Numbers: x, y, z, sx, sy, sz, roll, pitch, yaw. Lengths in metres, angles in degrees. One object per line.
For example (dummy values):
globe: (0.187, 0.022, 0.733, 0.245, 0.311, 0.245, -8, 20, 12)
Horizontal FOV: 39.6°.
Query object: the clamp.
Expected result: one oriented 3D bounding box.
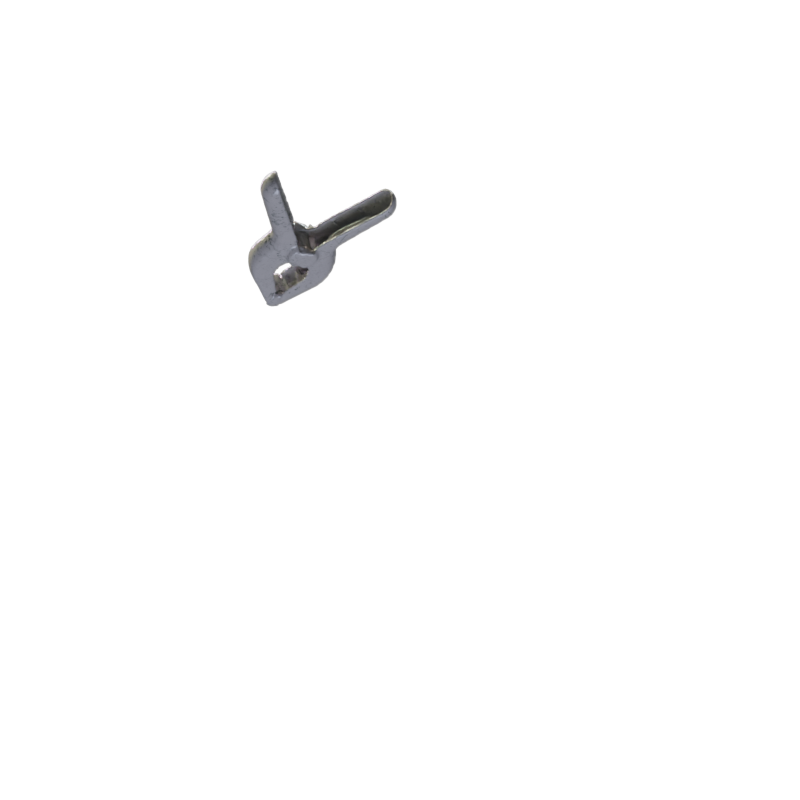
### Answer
clamp: (-0.077, -0.141, 0.985, 0.118, 0.042, 0.164, 8, -31, -13)
